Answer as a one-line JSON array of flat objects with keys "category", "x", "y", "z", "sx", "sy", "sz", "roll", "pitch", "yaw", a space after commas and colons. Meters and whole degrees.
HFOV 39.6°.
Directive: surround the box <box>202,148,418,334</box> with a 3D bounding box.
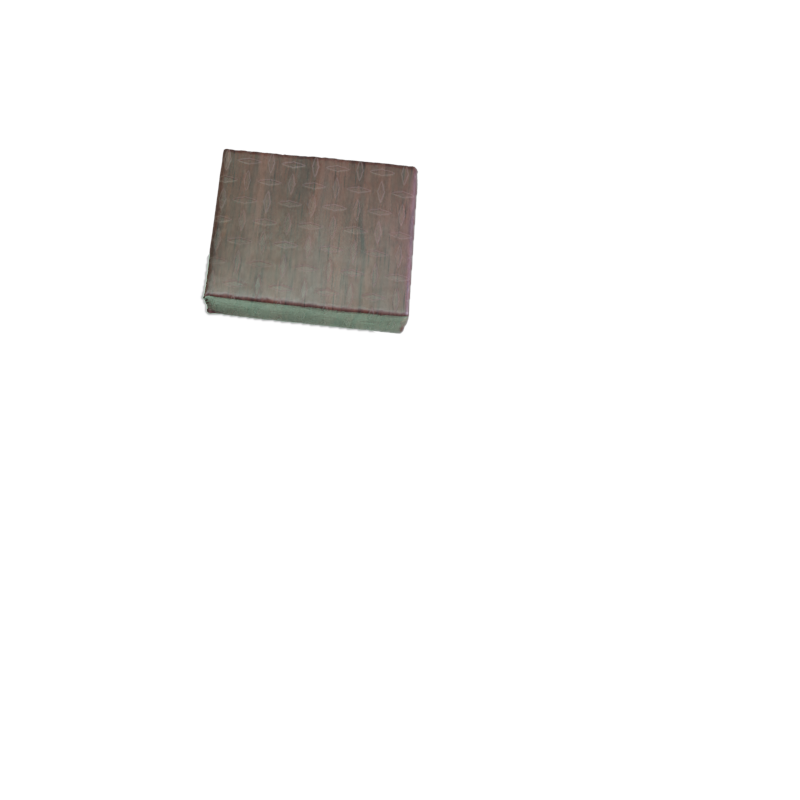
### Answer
[{"category": "box", "x": -0.048, "y": -0.089, "z": 0.619, "sx": 0.114, "sy": 0.094, "sz": 0.037, "roll": 4, "pitch": -22, "yaw": 1}]
